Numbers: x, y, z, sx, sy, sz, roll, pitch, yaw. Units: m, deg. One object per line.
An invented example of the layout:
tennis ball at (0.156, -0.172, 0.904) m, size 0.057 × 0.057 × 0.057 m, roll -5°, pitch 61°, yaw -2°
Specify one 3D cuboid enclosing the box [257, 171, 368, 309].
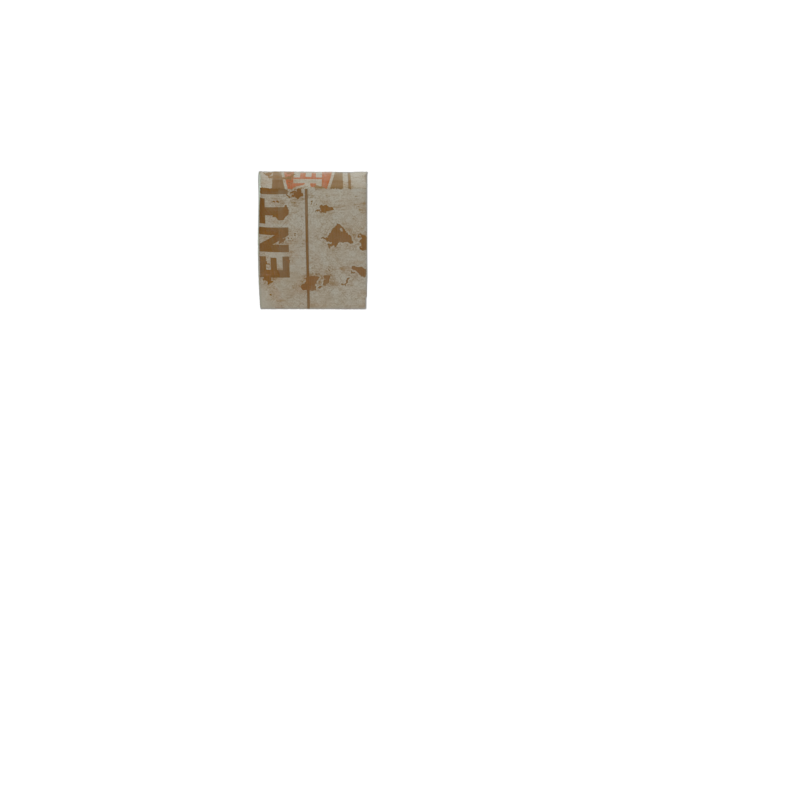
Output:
box at (-0.071, -0.129, 0.902) m, size 0.090 × 0.107 × 0.041 m, roll 1°, pitch 28°, yaw -1°
